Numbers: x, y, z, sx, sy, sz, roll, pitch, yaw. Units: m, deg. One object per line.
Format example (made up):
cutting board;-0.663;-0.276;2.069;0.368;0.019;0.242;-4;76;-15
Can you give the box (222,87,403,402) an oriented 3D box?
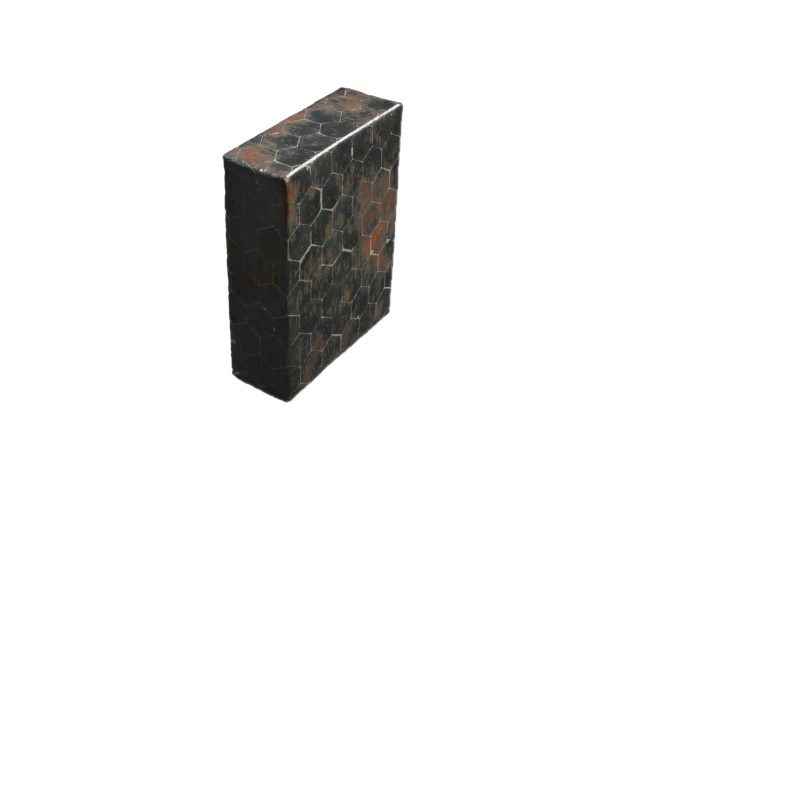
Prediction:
box;-0.072;-0.132;0.925;0.075;0.200;0.167;21;39;25
